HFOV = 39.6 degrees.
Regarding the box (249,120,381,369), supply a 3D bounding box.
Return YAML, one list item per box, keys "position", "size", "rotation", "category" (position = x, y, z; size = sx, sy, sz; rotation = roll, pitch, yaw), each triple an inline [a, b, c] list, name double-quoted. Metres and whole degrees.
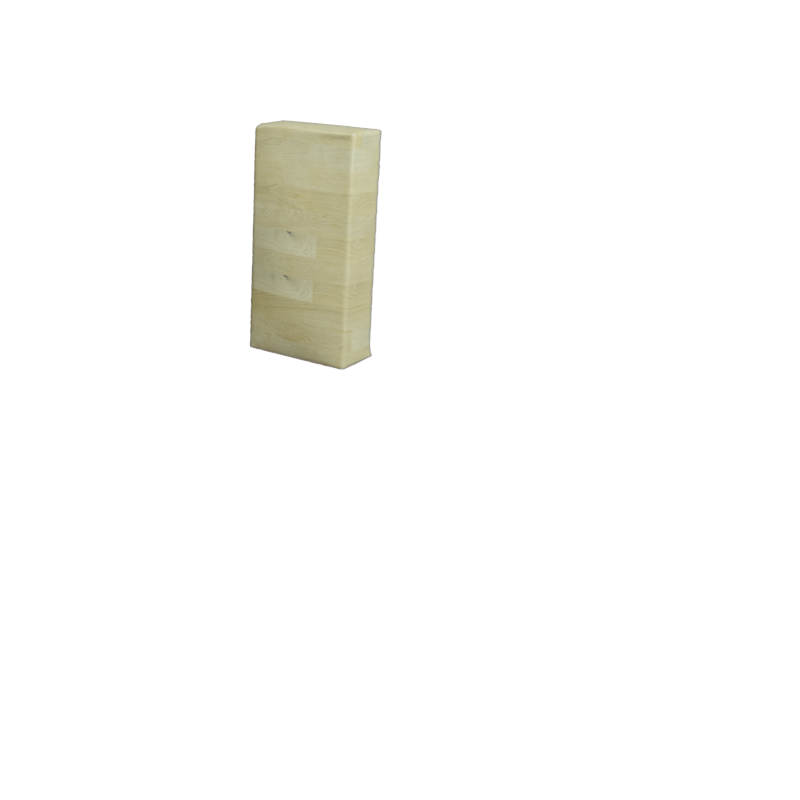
- position: [-0.066, -0.120, 0.837]
  size: [0.098, 0.171, 0.047]
  rotation: [11, 17, 33]
  category: "box"
